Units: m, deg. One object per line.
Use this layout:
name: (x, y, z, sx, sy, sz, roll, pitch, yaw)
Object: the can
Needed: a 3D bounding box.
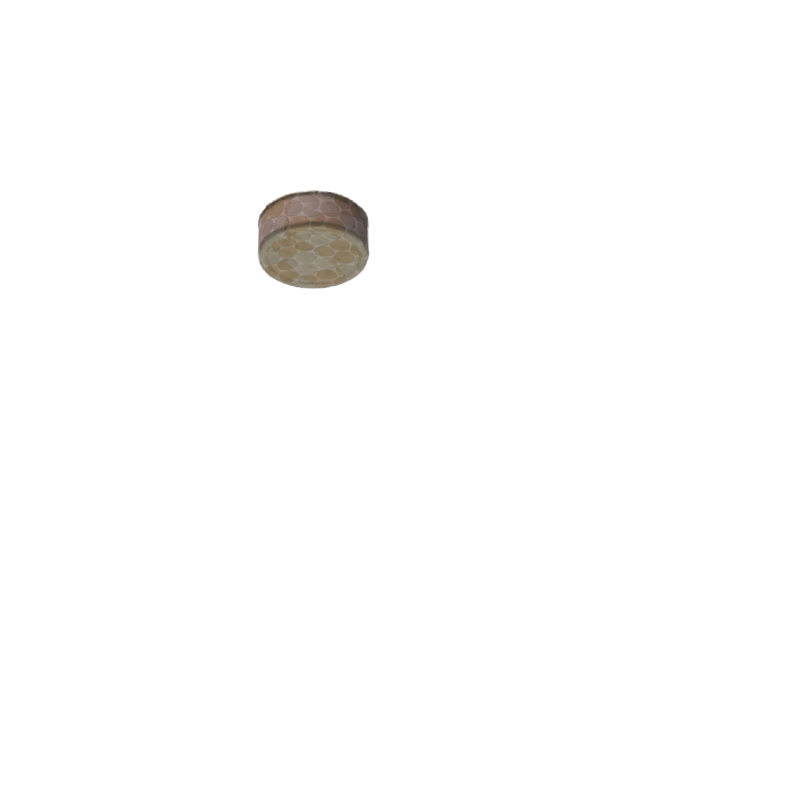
can: (-0.066, -0.121, 0.845, 0.086, 0.036, 0.081, 1, -30, -2)
